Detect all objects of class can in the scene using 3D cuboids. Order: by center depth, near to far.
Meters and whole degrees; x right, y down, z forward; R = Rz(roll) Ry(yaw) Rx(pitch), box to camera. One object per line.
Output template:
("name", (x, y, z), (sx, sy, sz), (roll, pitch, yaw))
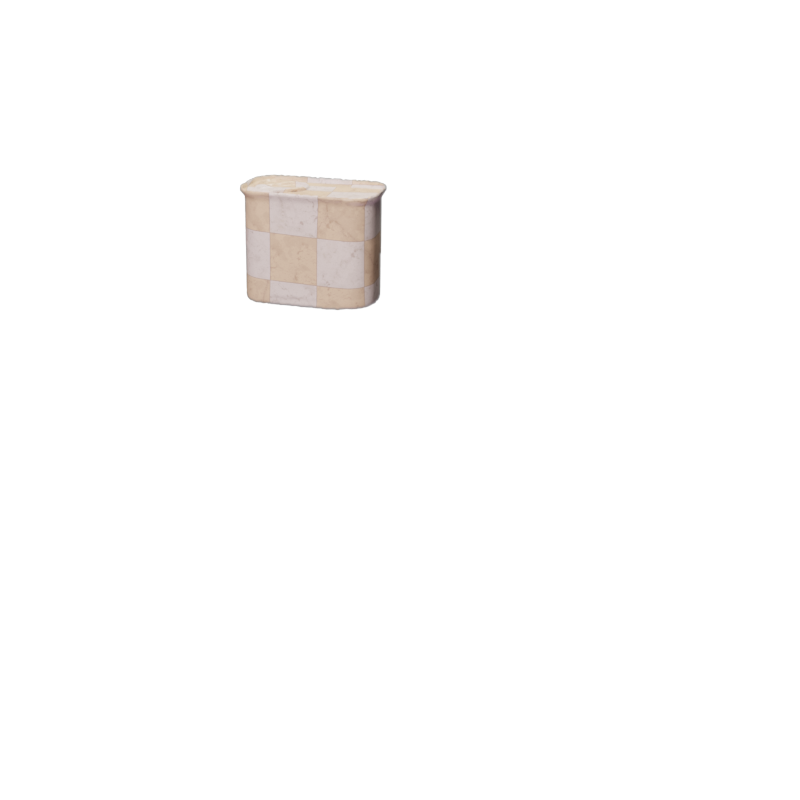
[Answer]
("can", (-0.063, -0.114, 0.800), (0.104, 0.080, 0.058), (6, 20, 15))
